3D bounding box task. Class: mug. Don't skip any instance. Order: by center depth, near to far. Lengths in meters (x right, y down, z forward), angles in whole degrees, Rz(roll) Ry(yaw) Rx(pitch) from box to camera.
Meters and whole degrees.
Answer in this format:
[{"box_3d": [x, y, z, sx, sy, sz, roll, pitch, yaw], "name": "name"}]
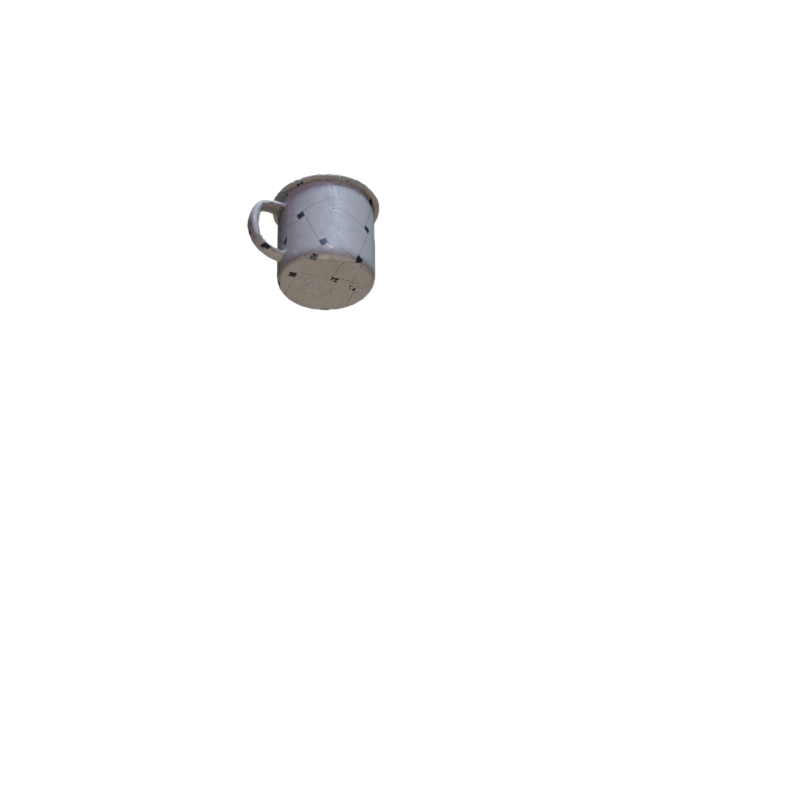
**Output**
[{"box_3d": [-0.073, -0.133, 0.929, 0.112, 0.087, 0.091, 17, -38, -25], "name": "mug"}]
